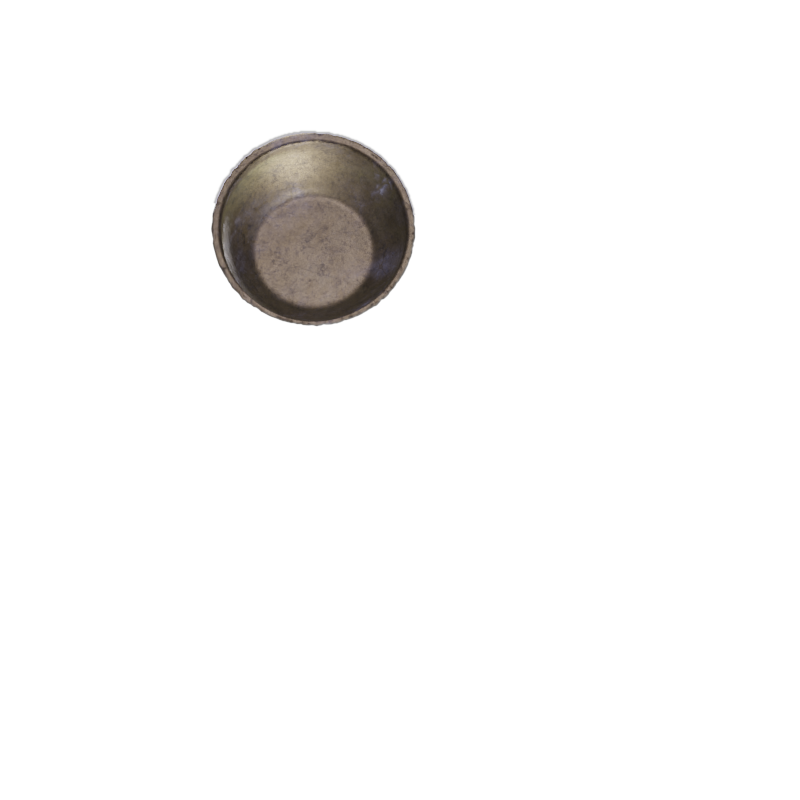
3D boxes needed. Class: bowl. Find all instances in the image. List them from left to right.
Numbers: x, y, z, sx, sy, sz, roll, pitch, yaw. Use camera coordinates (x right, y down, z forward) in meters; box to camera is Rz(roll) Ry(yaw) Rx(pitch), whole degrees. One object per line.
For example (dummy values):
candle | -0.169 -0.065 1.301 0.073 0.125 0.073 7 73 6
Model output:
bowl | -0.067 -0.122 0.855 0.162 0.155 0.058 1 20 -1
